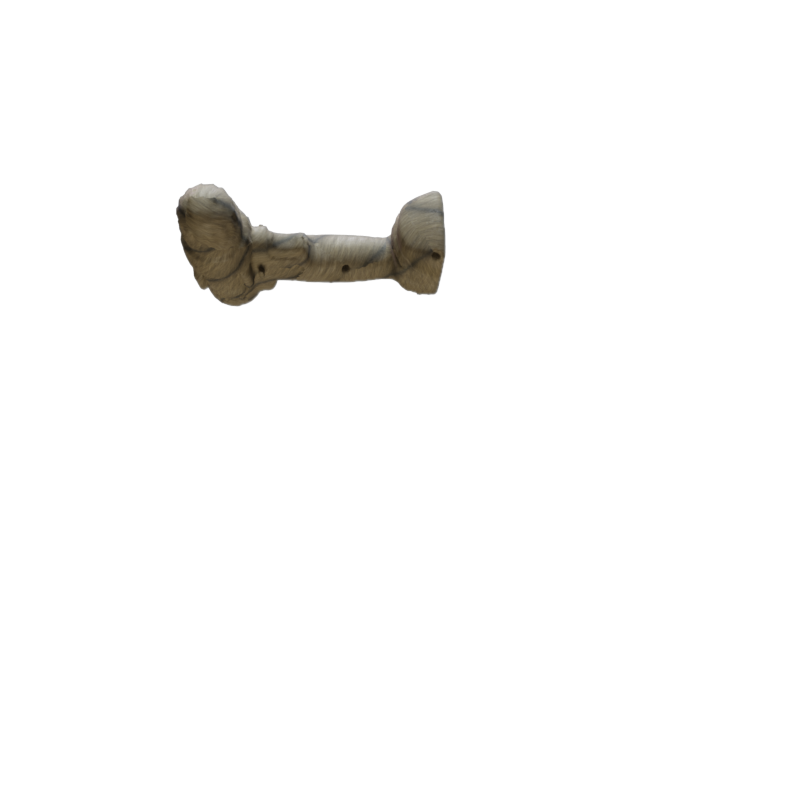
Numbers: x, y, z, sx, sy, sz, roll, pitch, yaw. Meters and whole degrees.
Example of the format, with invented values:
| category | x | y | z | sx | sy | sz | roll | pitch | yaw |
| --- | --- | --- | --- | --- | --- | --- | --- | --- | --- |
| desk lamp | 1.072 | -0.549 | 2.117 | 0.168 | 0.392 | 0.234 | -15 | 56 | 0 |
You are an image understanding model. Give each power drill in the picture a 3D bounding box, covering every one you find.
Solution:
| category | x | y | z | sx | sy | sz | roll | pitch | yaw |
| --- | --- | --- | --- | --- | --- | --- | --- | --- | --- |
| power drill | -0.063 | -0.115 | 0.807 | 0.188 | 0.059 | 0.178 | 0 | -10 | 1 |
